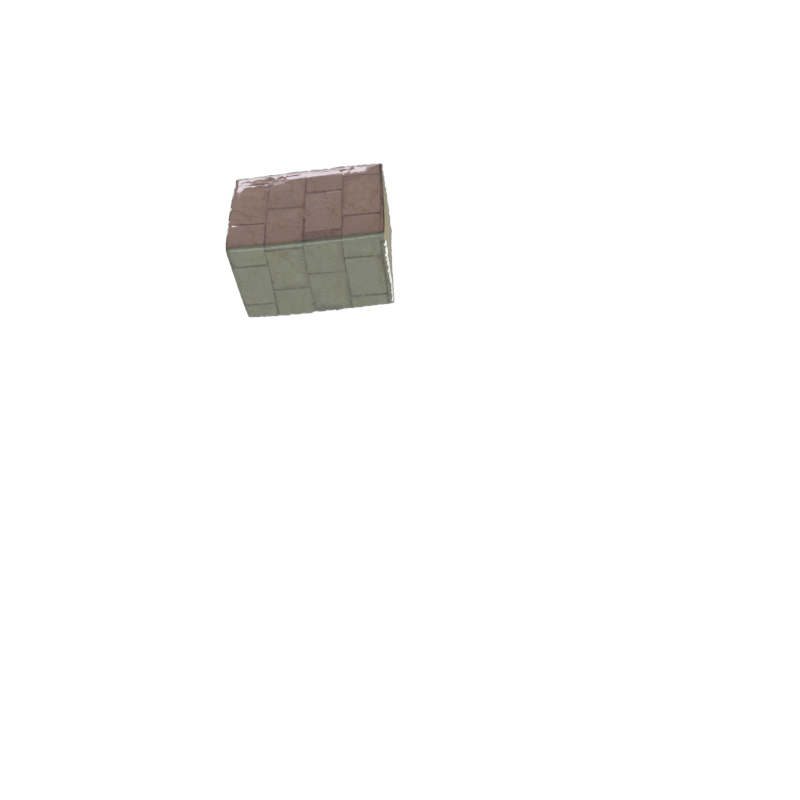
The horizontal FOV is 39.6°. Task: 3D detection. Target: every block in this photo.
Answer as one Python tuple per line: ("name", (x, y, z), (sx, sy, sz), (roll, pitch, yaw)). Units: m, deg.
("block", (-0.044, -0.080, 0.559), (0.078, 0.055, 0.049), (-5, -41, 5))
